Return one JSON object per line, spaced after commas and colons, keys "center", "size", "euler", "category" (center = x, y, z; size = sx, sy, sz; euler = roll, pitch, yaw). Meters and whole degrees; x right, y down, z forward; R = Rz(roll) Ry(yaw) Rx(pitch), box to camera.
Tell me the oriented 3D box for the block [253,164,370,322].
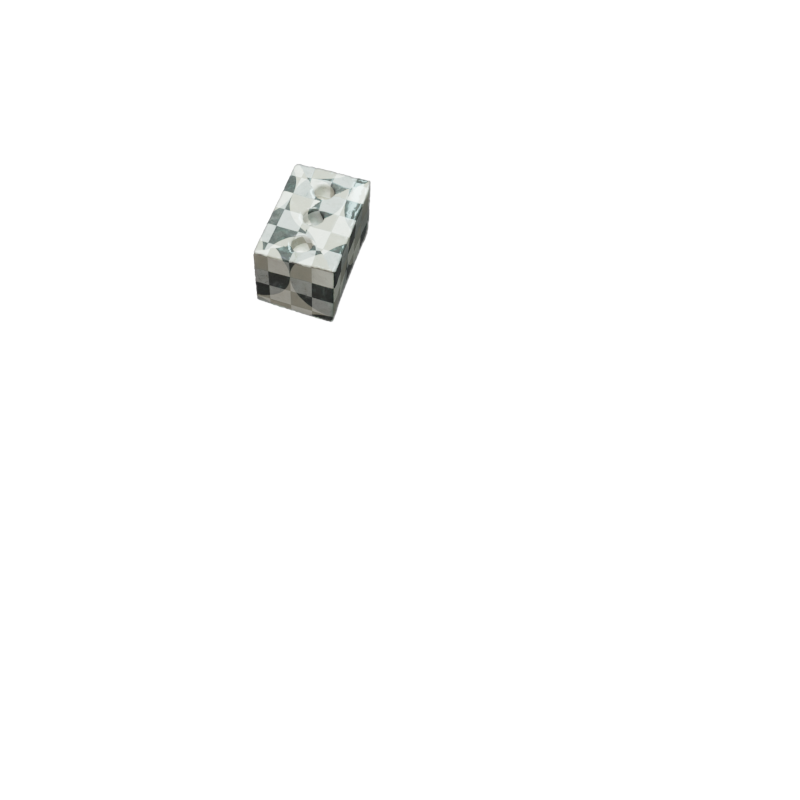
{"center": [-0.055, -0.100, 0.699], "size": [0.054, 0.082, 0.048], "euler": [14, -34, 8], "category": "block"}
